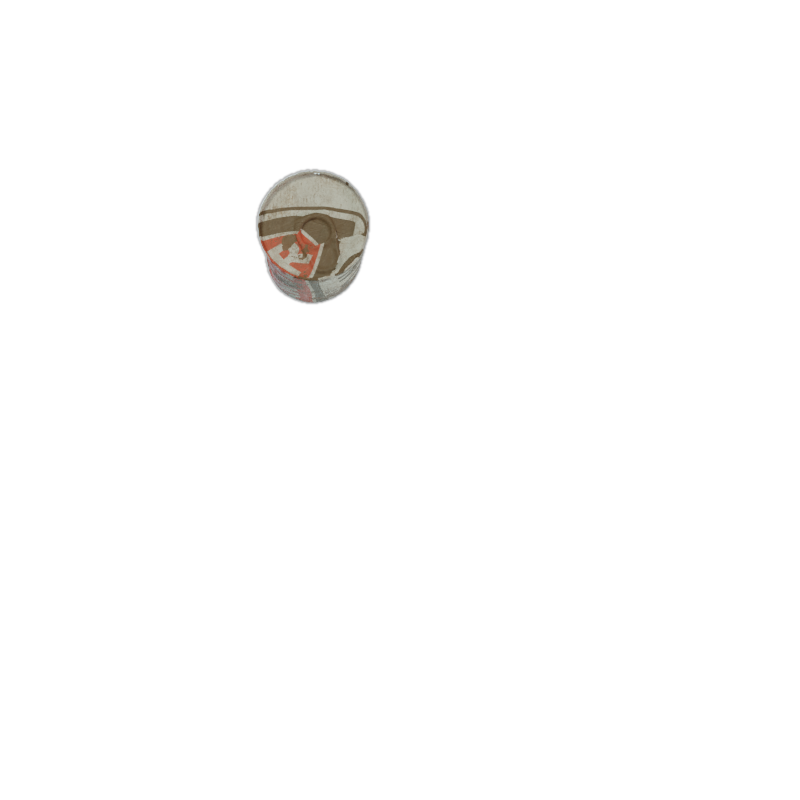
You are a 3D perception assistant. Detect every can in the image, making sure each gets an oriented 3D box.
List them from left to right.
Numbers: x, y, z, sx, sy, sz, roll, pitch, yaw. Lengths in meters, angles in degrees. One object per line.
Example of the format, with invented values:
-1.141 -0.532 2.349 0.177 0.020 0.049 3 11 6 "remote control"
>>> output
-0.056 -0.102 0.717 0.068 0.070 0.100 0 -6 -3 "can"
